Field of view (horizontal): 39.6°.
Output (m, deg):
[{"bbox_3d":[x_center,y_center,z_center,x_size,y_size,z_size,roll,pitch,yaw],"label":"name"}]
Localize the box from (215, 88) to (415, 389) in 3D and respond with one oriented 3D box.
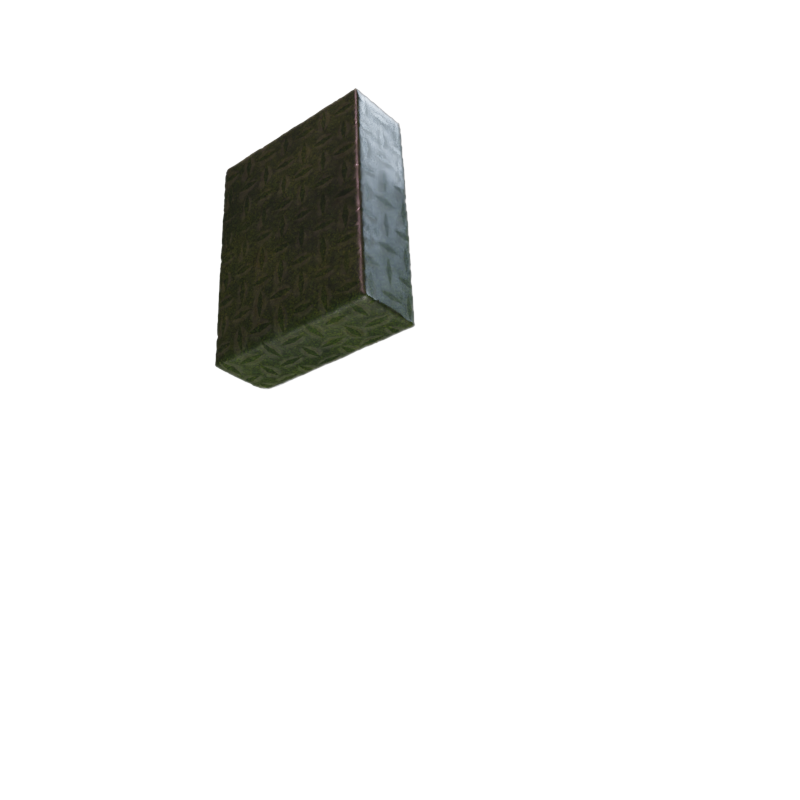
[{"bbox_3d":[-0.074,-0.135,0.945,0.165,0.229,0.067,-25,-39,31],"label":"box"}]
